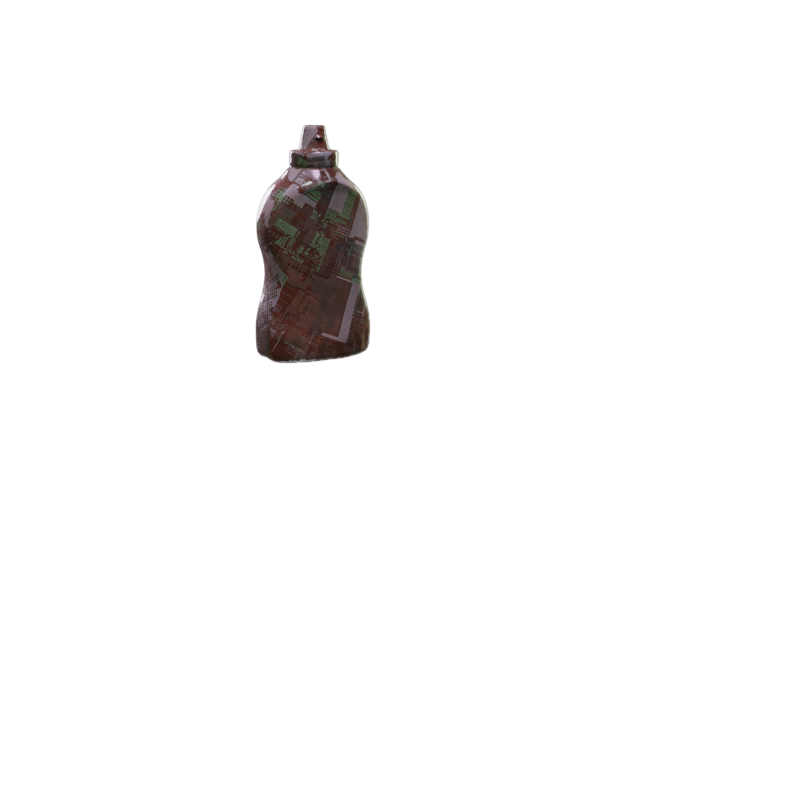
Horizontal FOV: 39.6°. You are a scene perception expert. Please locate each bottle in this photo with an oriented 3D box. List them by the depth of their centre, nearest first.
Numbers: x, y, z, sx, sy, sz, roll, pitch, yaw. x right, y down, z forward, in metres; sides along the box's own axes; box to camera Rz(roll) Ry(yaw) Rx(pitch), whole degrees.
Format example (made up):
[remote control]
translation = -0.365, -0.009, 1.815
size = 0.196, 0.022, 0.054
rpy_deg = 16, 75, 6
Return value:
[bottle]
translation = -0.071, -0.131, 0.916
size = 0.093, 0.188, 0.061
rpy_deg = -4, 9, -28
